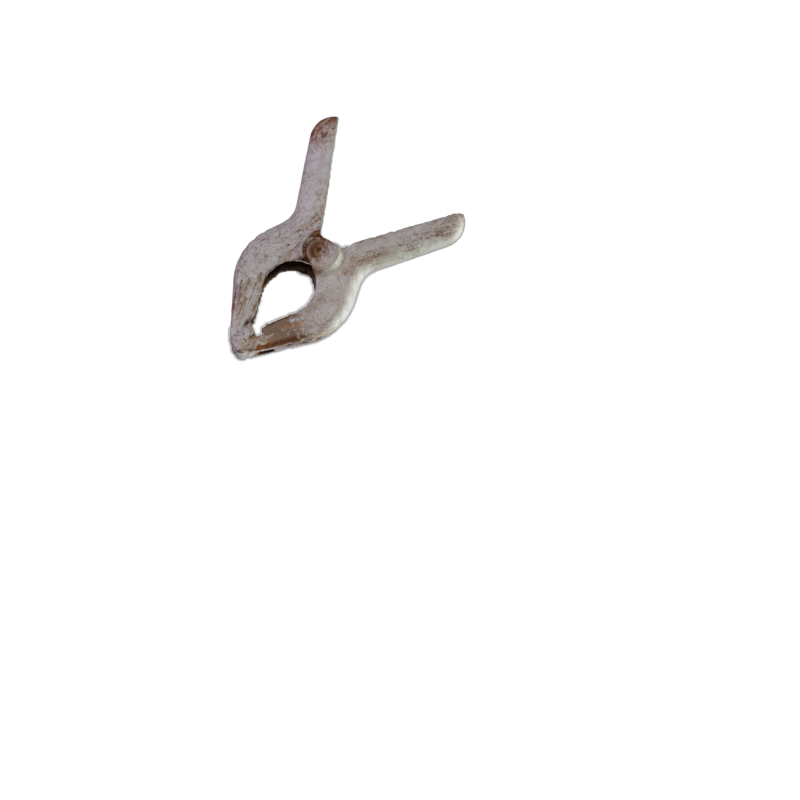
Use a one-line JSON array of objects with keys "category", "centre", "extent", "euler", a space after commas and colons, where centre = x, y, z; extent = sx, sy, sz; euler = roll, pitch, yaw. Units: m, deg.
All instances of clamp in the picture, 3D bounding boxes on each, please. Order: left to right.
[{"category": "clamp", "centre": [-0.056, -0.102, 0.714], "extent": [0.173, 0.126, 0.037], "euler": [-40, -17, -16]}]
